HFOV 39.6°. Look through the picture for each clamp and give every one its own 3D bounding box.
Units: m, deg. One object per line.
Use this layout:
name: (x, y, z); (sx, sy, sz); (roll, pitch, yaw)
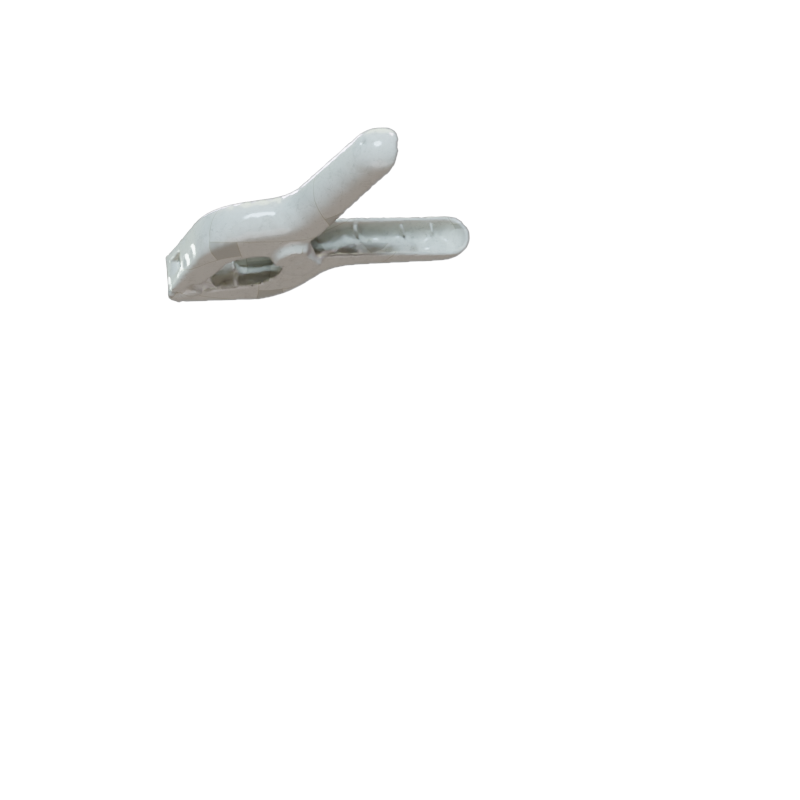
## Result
clamp: (-0.048, -0.088, 0.618); (0.173, 0.042, 0.111); (-17, -33, 28)
